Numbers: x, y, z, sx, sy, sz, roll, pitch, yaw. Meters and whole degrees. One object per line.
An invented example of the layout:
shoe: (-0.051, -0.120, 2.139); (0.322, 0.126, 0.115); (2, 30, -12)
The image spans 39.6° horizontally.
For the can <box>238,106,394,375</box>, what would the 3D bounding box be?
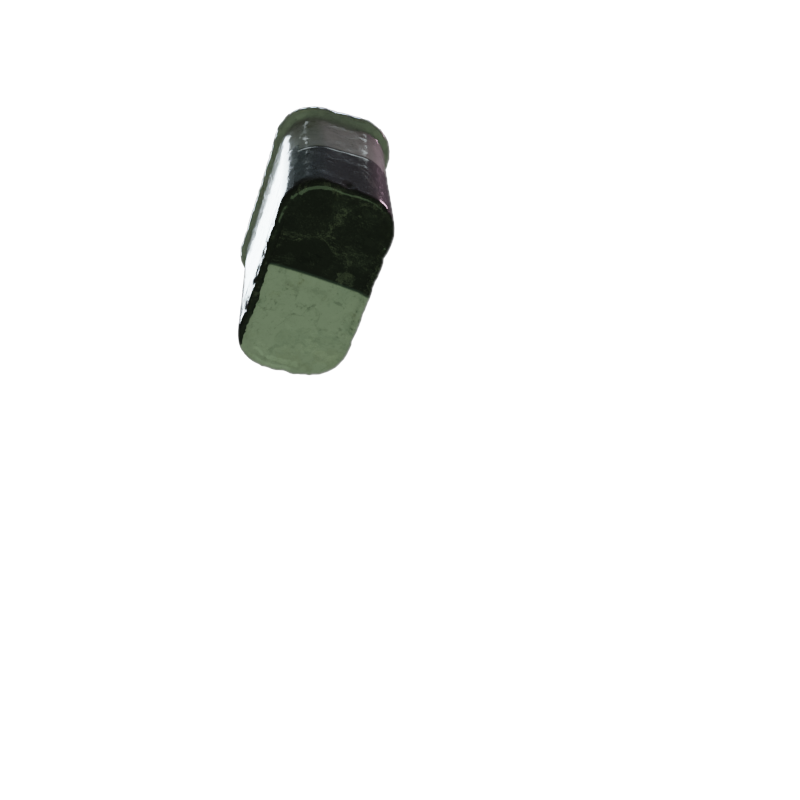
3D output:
can: (-0.041, -0.074, 0.520); (0.056, 0.098, 0.089); (15, 29, -12)
